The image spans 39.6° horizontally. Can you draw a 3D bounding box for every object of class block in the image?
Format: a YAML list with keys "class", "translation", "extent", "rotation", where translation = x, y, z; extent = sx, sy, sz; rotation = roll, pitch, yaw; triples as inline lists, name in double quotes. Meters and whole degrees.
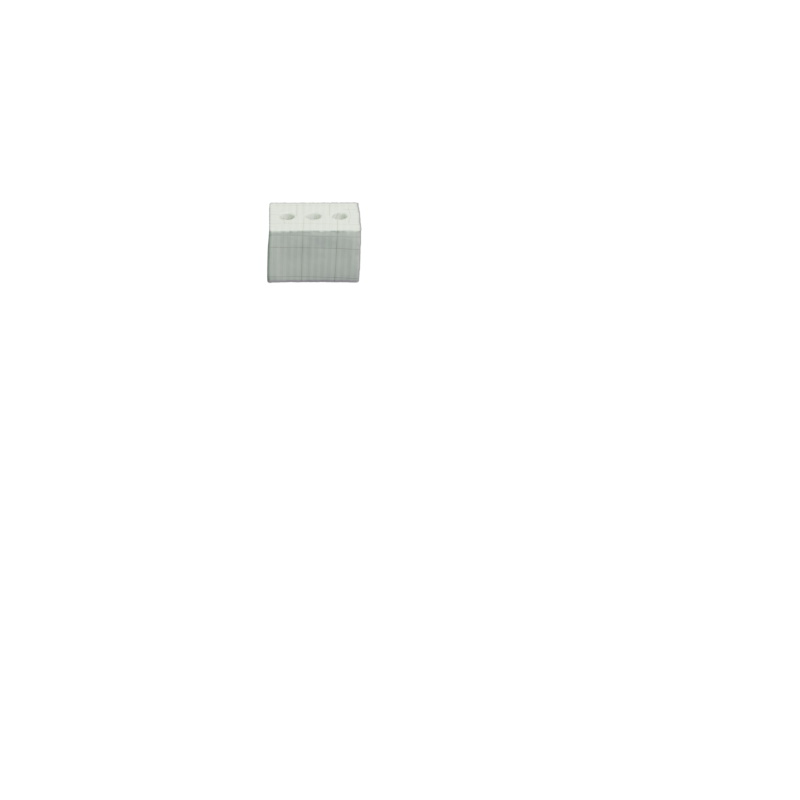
- class: "block"
  translation: [-0.073, -0.133, 0.932]
  extent: [0.078, 0.048, 0.056]
  rotation: [-1, 34, -2]
